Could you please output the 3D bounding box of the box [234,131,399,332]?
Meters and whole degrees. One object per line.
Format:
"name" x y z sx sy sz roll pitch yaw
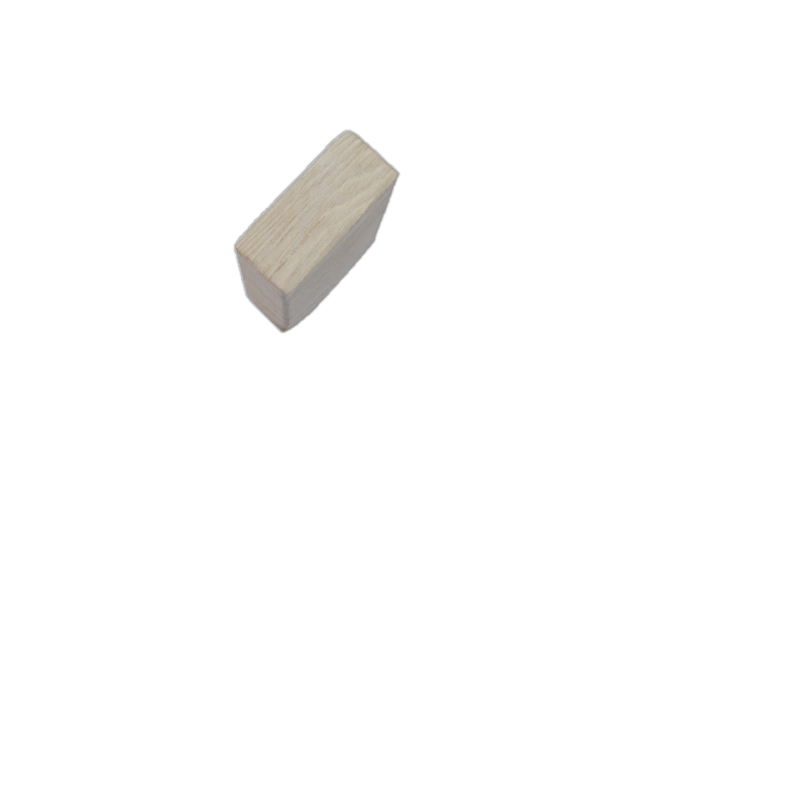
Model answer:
"box" -0.053 -0.096 0.673 0.049 0.094 0.172 42 -8 1
